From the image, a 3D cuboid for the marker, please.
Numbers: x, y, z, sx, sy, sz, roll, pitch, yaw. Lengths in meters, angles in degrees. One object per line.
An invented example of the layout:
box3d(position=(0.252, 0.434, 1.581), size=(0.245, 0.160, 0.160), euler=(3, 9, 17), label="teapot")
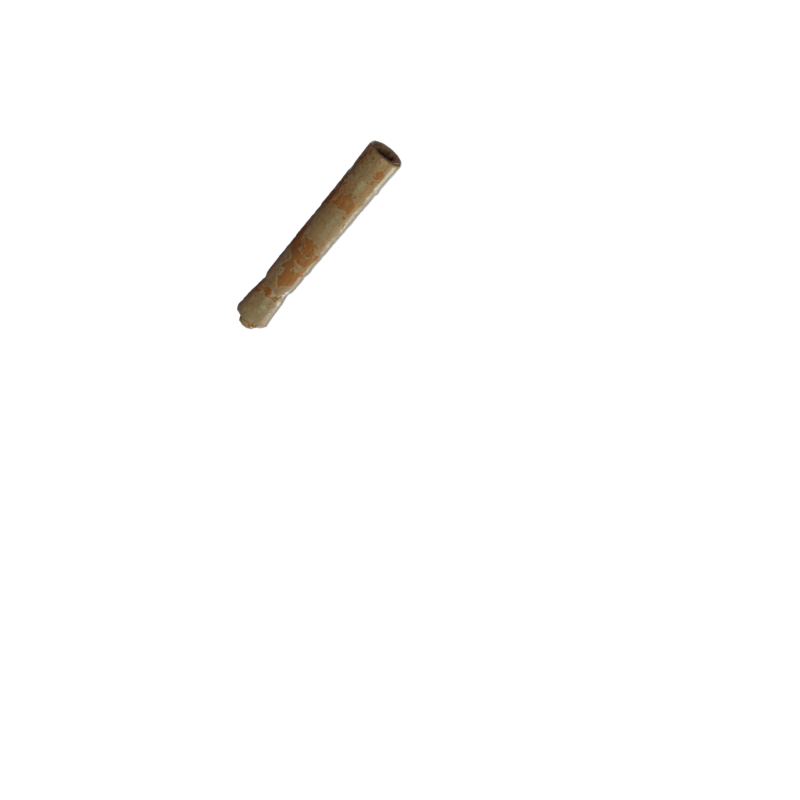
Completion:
box3d(position=(-0.043, -0.079, 0.551), size=(0.118, 0.021, 0.019), euler=(-47, -22, 26), label="marker")
